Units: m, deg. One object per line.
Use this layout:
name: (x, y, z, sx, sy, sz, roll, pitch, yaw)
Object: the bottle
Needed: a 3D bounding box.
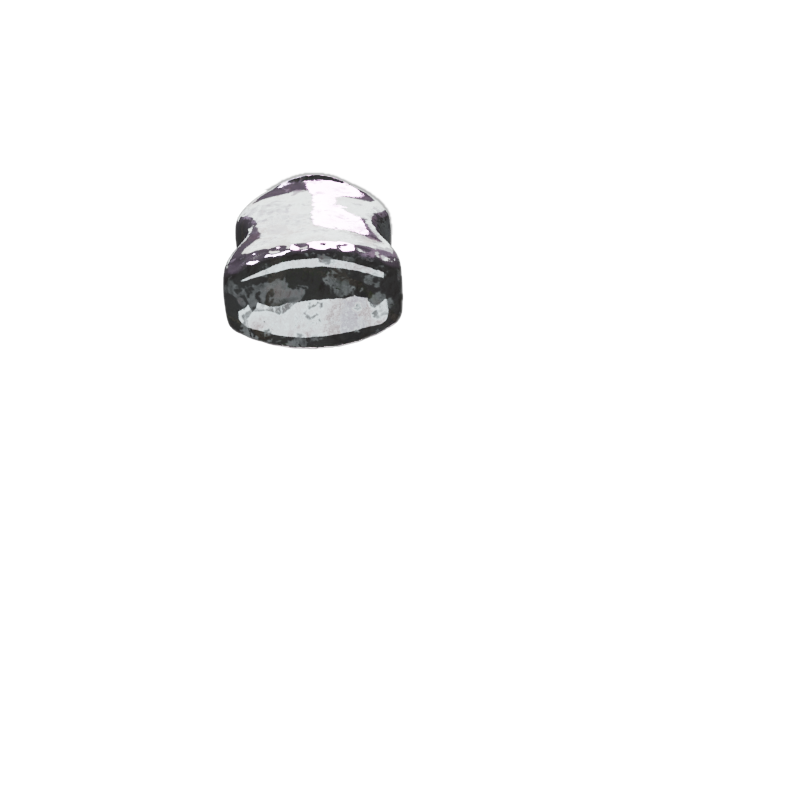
bottle: (-0.053, -0.096, 0.672, 0.096, 0.055, 0.202, -5, 26, -1)
